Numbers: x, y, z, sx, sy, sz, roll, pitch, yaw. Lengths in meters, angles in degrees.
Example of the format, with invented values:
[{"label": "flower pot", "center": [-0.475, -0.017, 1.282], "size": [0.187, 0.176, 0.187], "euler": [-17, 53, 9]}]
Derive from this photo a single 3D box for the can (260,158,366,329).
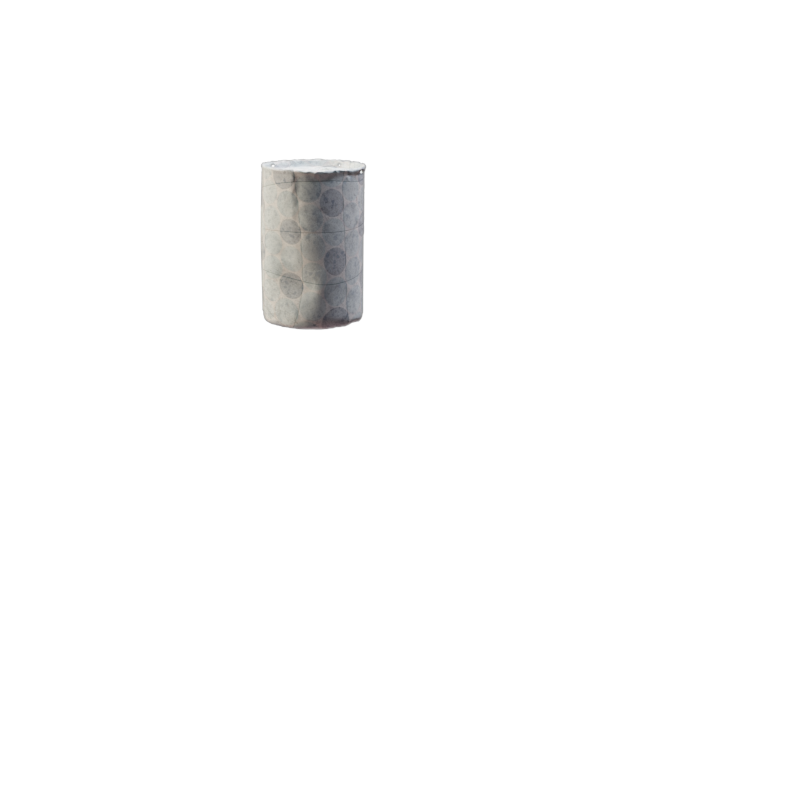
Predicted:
[{"label": "can", "center": [-0.057, -0.103, 0.722], "size": [0.068, 0.100, 0.071], "euler": [0, 13, -2]}]
